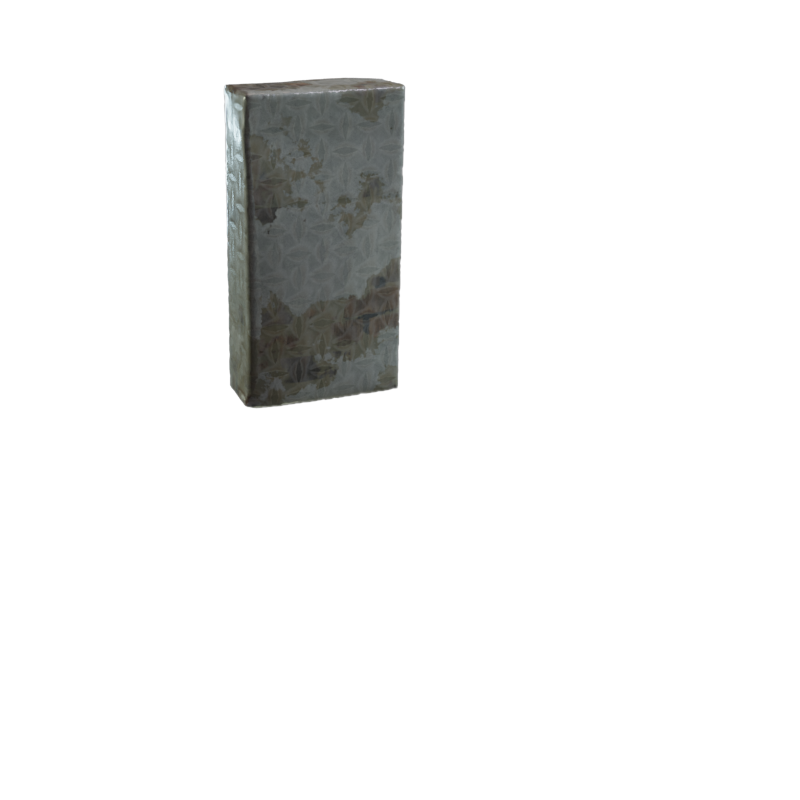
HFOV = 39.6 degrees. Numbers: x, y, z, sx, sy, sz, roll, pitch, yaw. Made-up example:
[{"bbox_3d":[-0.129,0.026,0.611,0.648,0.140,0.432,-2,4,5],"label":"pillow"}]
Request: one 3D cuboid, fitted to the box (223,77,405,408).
[{"bbox_3d":[-0.048,-0.088,0.614,0.091,0.170,0.051,-6,16,-23],"label":"box"}]
